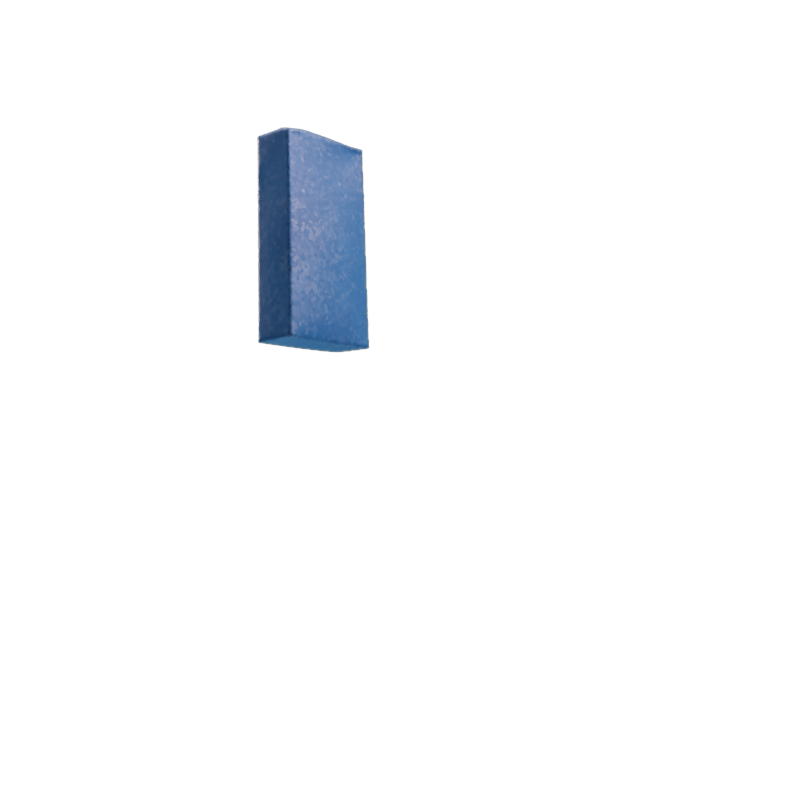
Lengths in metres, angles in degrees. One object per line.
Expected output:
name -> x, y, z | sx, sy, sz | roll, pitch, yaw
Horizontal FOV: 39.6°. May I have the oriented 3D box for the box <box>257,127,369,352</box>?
box -> -0.072, -0.131, 0.919 | 0.049, 0.182, 0.088 | -12, -16, 42
